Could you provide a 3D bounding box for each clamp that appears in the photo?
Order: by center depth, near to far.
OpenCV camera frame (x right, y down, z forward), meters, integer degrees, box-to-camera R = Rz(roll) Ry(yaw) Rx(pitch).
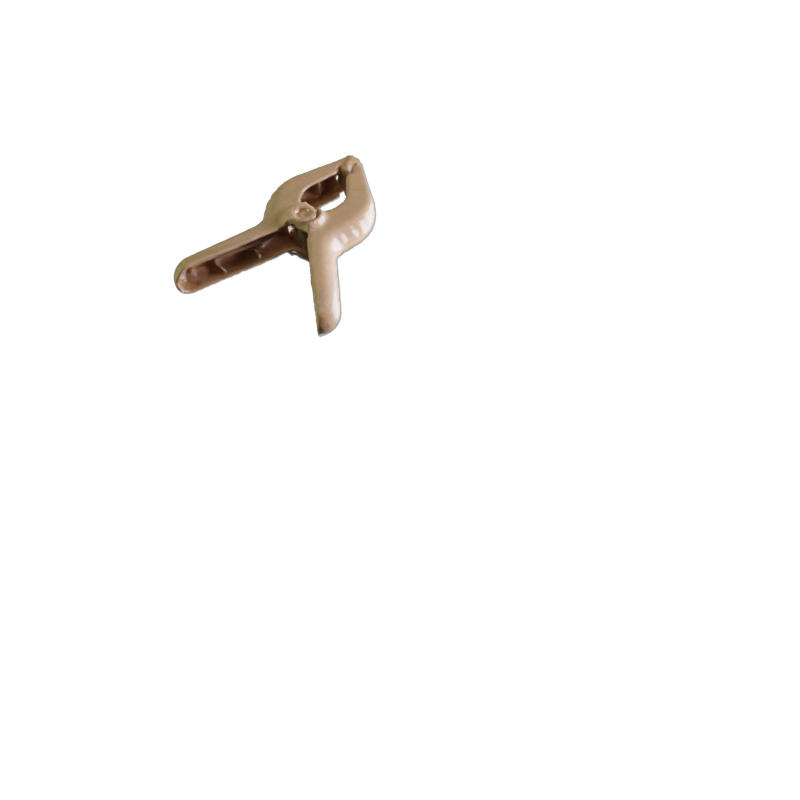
[{"bbox_3d":[-0.060,-0.109,0.765,0.126,0.036,0.175,27,53,21],"label":"clamp"}]
